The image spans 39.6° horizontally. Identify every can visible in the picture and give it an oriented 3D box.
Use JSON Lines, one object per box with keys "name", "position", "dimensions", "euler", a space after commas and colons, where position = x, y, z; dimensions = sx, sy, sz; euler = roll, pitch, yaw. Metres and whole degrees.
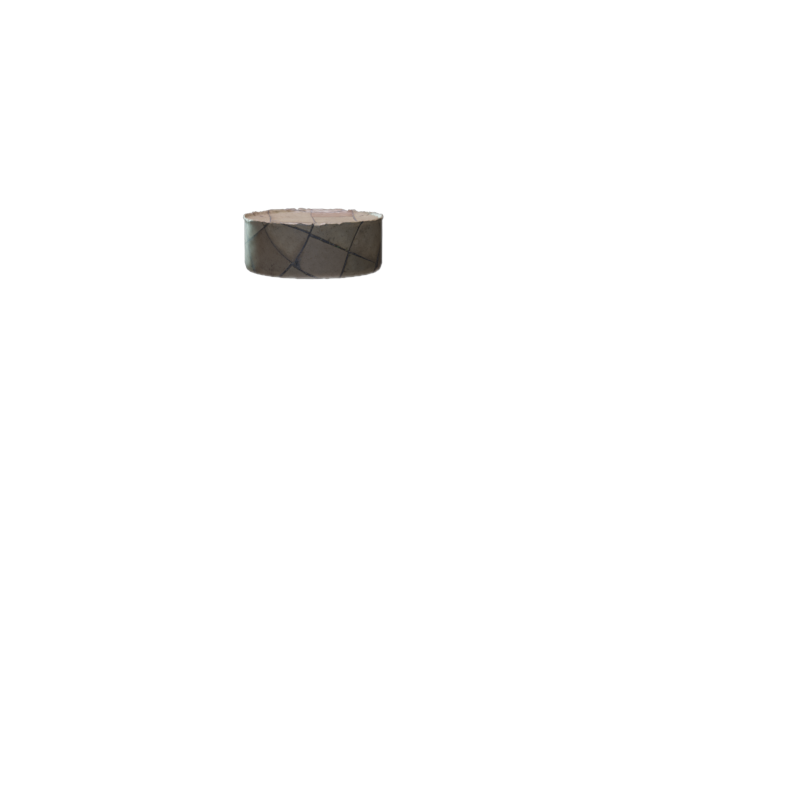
{"name": "can", "position": [-0.053, -0.097, 0.678], "dimensions": [0.086, 0.033, 0.088], "euler": [0, 14, -2]}
